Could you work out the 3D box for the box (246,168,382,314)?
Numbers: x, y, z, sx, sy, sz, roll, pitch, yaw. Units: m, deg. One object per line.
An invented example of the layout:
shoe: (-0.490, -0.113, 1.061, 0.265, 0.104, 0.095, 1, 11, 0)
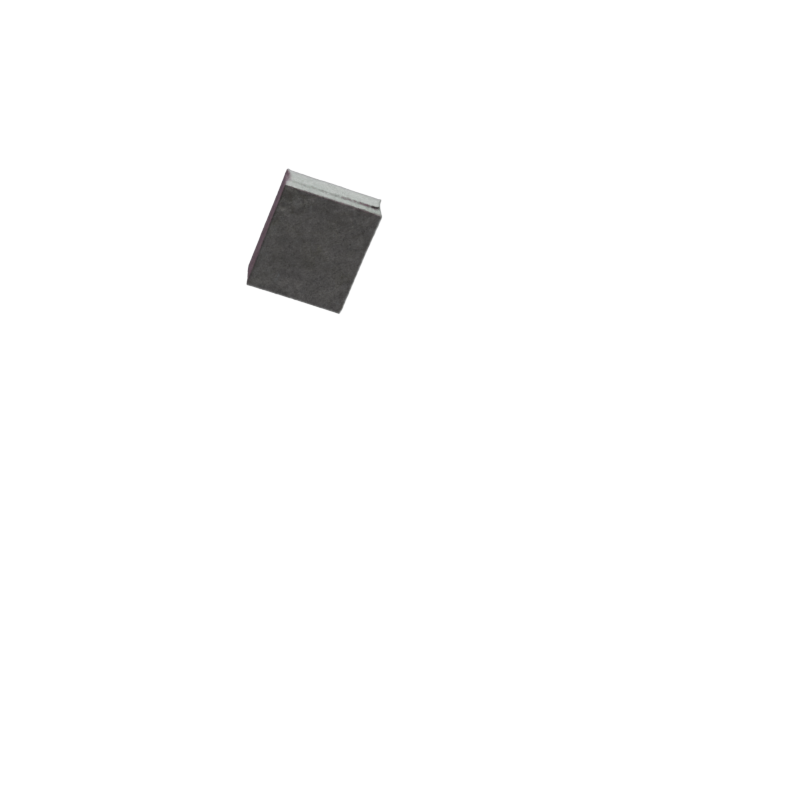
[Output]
box: (-0.062, -0.113, 0.794, 0.072, 0.086, 0.032, 18, 29, -11)
